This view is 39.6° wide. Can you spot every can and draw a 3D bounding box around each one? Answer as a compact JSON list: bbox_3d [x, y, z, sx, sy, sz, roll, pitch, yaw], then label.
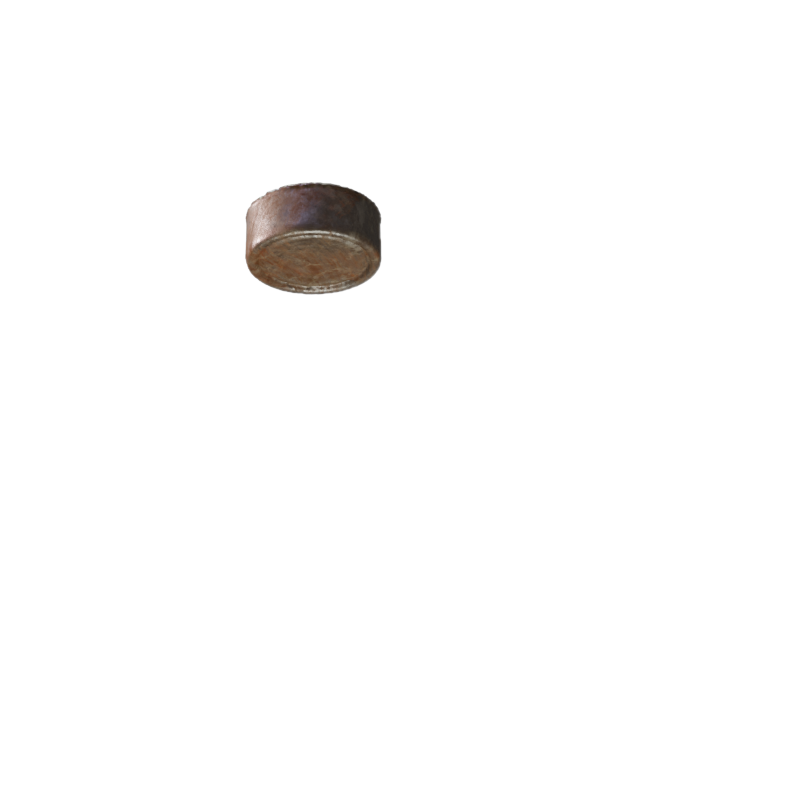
[{"bbox_3d":[-0.054,-0.099,0.693,0.086,0.036,0.081,1,-24,-2],"label":"can"}]
